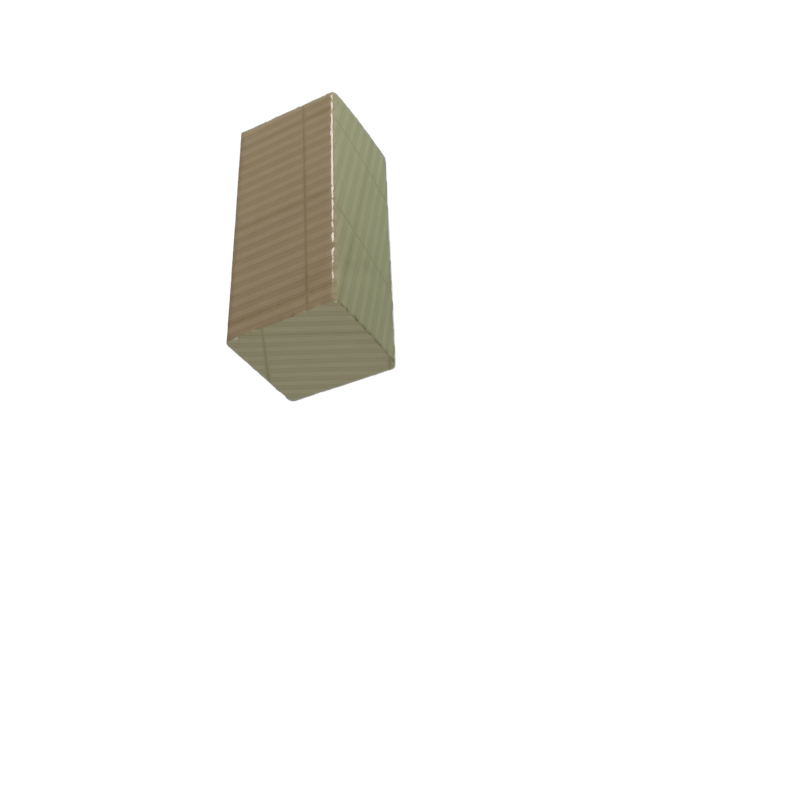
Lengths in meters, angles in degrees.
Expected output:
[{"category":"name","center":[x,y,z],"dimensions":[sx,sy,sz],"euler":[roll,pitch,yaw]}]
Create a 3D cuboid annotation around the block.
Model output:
[{"category":"block","center":[-0.064,-0.118,0.829],"dimensions":[0.091,0.221,0.083],"euler":[-20,-41,21]}]
